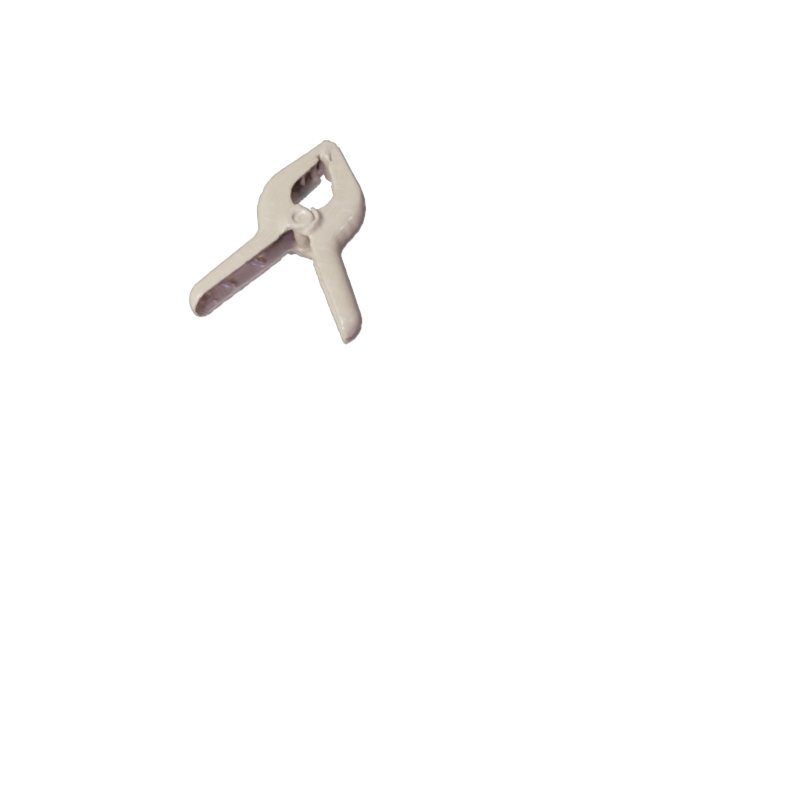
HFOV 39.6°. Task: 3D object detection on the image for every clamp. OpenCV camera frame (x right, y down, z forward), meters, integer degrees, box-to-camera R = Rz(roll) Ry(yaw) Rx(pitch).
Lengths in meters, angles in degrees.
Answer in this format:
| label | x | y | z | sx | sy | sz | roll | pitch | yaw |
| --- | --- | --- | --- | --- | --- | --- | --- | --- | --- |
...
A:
| label | x | y | z | sx | sy | sz | roll | pitch | yaw |
| --- | --- | --- | --- | --- | --- | --- | --- | --- | --- |
| clamp | -0.062 | -0.113 | 0.788 | 0.123 | 0.178 | 0.037 | 19 | -30 | 11 |
